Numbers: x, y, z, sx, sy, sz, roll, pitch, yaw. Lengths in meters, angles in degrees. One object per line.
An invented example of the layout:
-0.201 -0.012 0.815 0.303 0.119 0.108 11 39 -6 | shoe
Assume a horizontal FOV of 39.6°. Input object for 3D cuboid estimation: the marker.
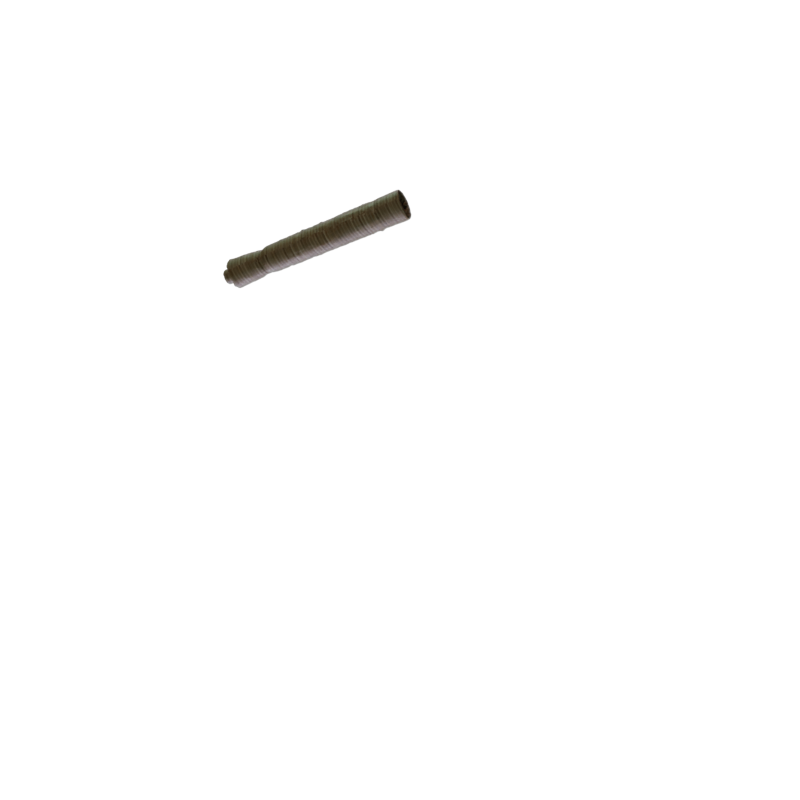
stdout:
-0.052 -0.094 0.661 0.122 0.020 0.019 -20 -2 18 | marker
